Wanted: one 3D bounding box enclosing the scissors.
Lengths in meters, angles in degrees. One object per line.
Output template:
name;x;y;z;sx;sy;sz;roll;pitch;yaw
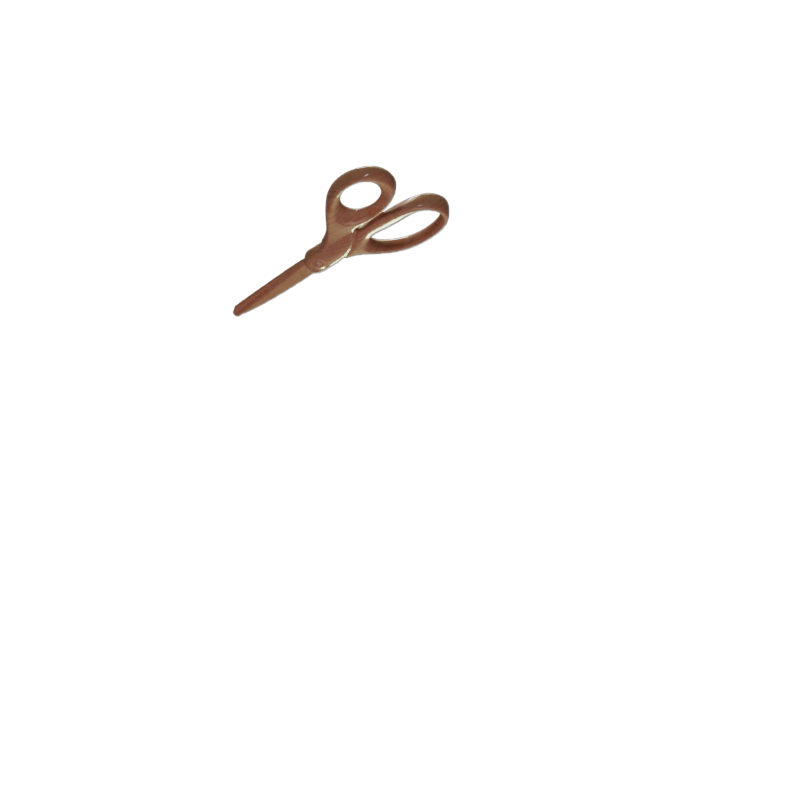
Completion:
scissors;-0.063;-0.115;0.806;0.204;0.017;0.089;-17;-38;23
